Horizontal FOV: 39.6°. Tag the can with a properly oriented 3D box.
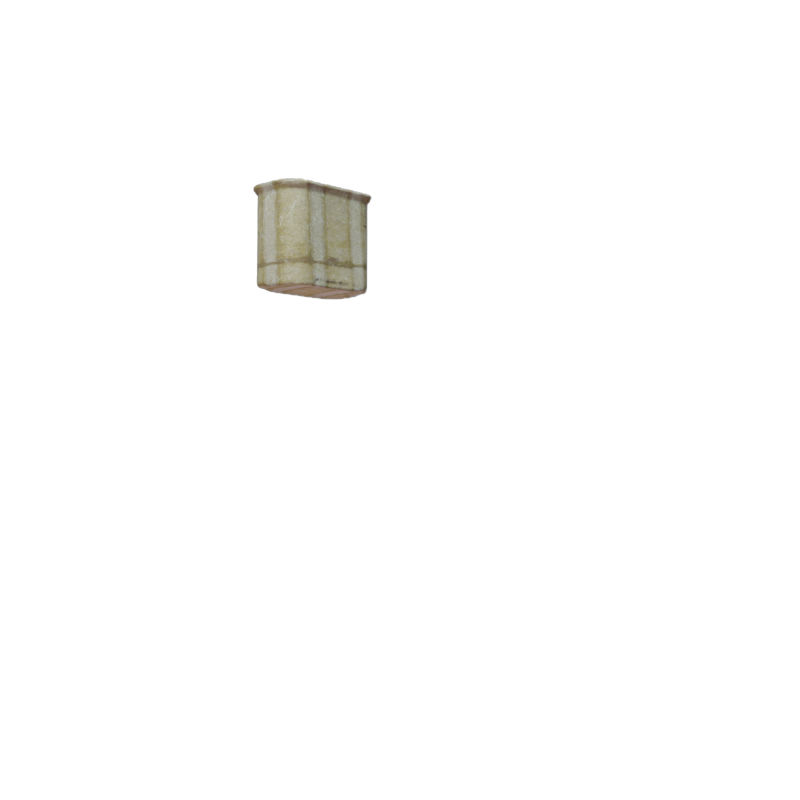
[{"bbox_3d":[-0.071,-0.129,0.904,0.059,0.086,0.097,-8,-9,43],"label":"can"}]
